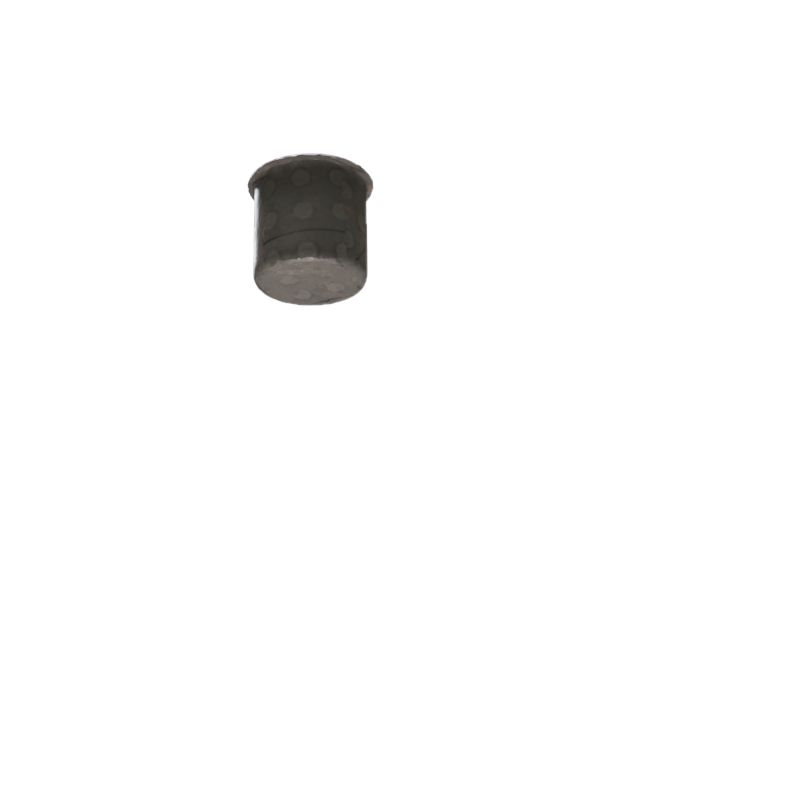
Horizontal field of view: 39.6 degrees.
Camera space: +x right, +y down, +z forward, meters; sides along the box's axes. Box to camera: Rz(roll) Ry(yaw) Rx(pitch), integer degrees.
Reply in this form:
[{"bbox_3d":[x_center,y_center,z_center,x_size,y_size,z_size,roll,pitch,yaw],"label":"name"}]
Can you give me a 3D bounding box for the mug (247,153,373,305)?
[{"bbox_3d":[-0.064,-0.116,0.813,0.094,0.086,0.110,-4,-23,6],"label":"mug"}]
